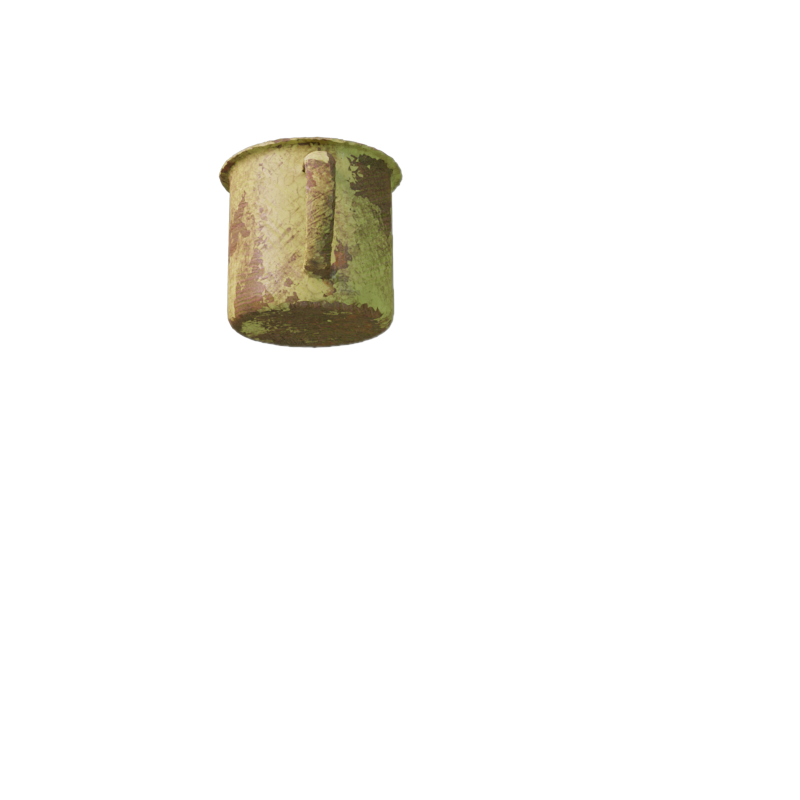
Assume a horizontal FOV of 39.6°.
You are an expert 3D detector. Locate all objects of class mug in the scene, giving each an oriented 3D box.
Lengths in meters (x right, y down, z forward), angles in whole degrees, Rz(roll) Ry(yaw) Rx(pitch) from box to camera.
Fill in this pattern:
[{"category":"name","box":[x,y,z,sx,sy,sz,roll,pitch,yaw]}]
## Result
[{"category":"mug","box":[-0.042,-0.077,0.540,0.092,0.085,0.114,2,-16,-9]}]
